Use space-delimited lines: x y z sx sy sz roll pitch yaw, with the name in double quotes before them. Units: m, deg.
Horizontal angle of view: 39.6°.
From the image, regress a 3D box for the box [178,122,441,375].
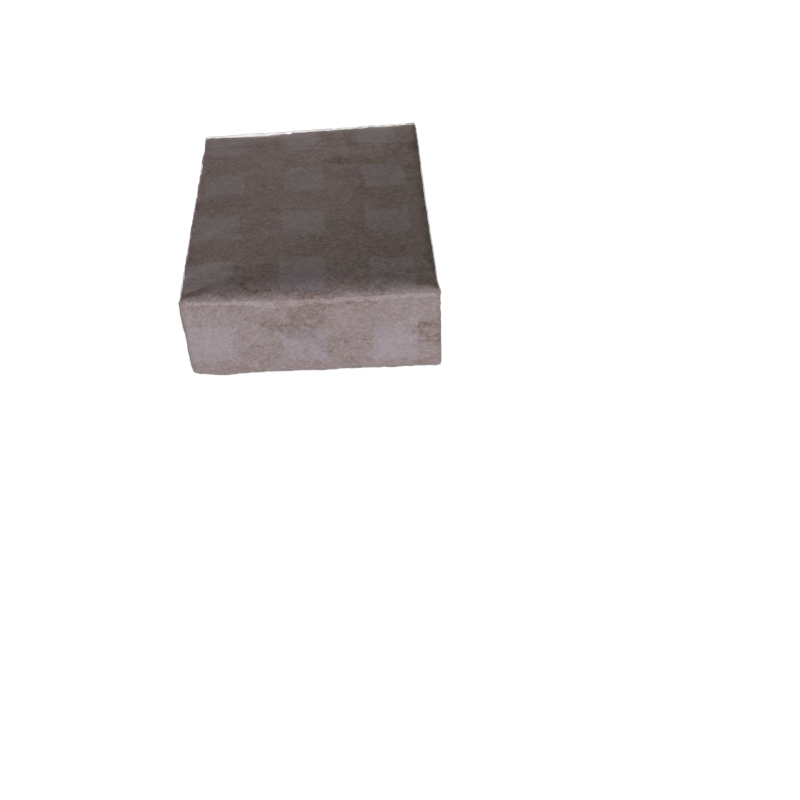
"box" -0.061 -0.112 0.781 0.164 0.067 0.229 -4 39 0
